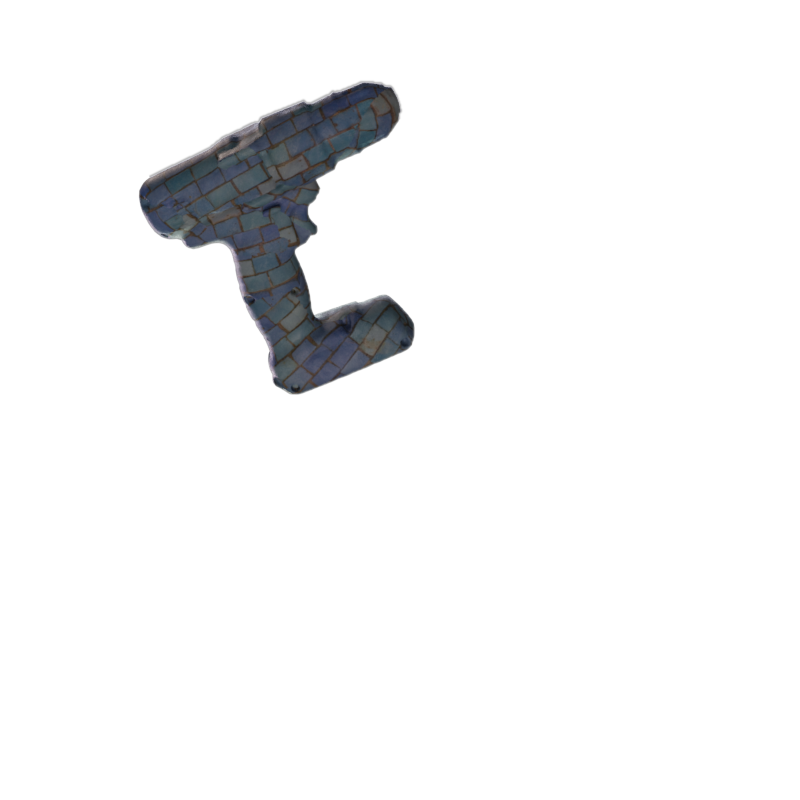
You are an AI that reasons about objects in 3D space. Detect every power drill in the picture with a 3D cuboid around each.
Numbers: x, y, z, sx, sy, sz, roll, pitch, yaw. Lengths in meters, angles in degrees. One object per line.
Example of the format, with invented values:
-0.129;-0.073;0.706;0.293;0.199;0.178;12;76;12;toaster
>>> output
-0.059;-0.108;0.758;0.185;0.177;0.060;-22;23;10;power drill
